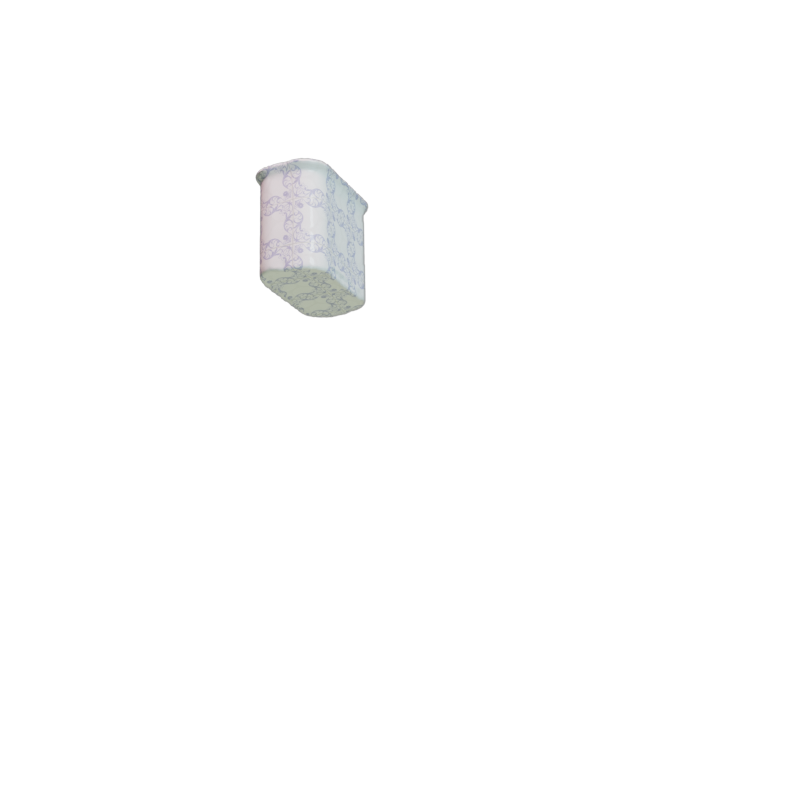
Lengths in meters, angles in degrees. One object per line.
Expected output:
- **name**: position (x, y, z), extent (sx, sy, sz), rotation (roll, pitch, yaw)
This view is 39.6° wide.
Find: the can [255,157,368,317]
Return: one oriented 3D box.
- **can**: position (-0.063, -0.116, 0.810), extent (0.058, 0.088, 0.095), rotation (-11, -22, 22)
